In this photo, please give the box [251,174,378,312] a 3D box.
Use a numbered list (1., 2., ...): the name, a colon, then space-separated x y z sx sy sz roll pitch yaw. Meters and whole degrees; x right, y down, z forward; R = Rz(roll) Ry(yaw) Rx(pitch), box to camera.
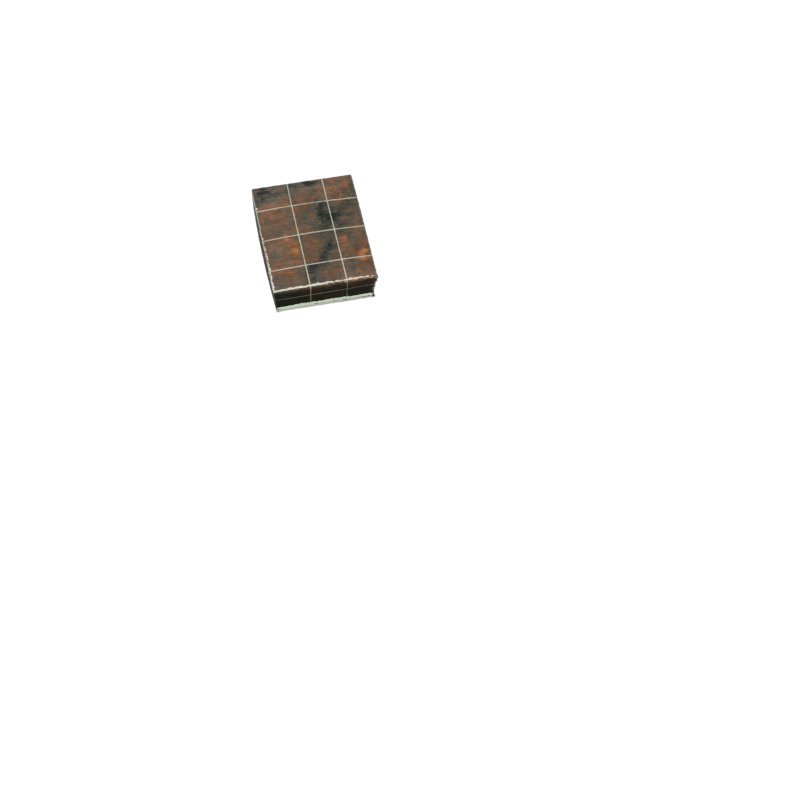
1. box: -0.075 -0.136 0.954 0.089 0.121 0.037 -11 -29 -6
